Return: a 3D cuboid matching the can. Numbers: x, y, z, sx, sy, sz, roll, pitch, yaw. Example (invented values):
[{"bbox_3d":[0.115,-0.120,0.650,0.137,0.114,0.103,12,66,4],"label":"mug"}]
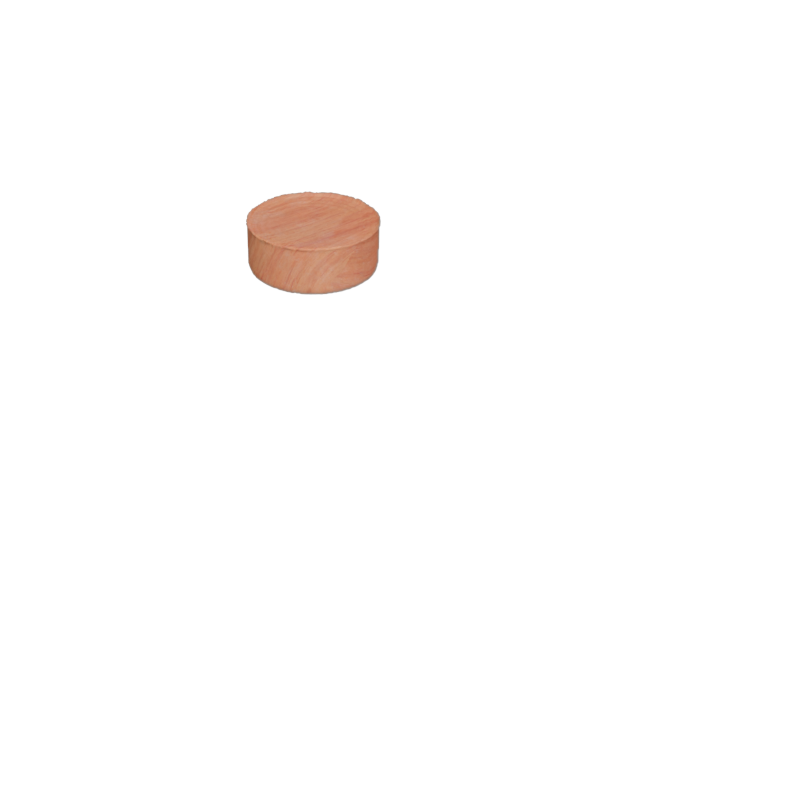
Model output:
[{"bbox_3d":[-0.056,-0.102,0.713,0.086,0.032,0.091,-1,32,-2],"label":"can"}]
